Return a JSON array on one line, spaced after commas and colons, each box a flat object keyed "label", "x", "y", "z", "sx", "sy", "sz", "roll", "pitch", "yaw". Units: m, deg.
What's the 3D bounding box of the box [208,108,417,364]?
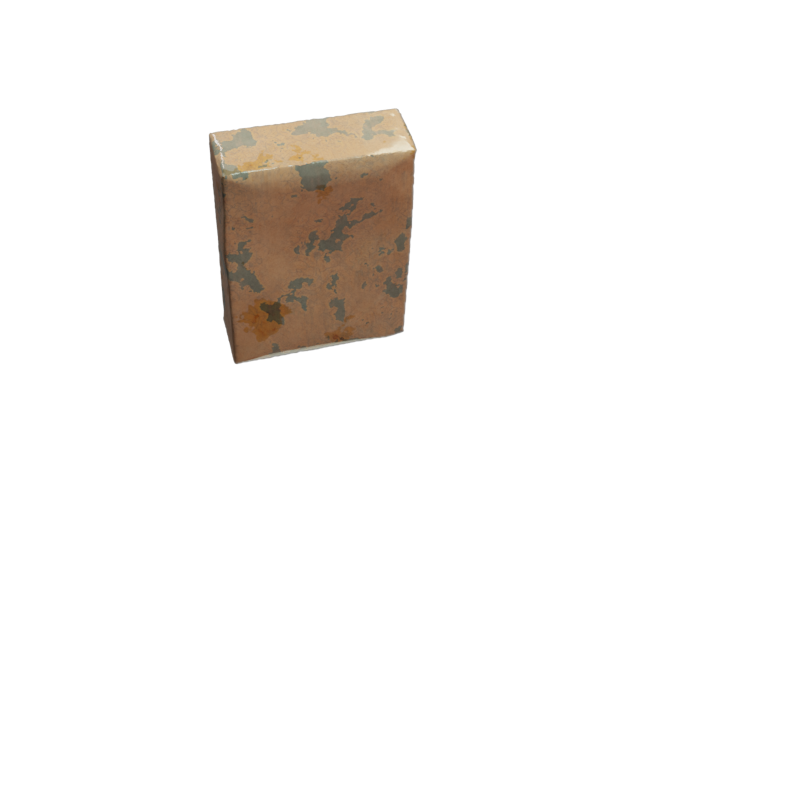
[{"label": "box", "x": -0.075, "y": -0.138, "z": 0.964, "sx": 0.162, "sy": 0.199, "sz": 0.078, "roll": -9, "pitch": 46, "yaw": -12}]
